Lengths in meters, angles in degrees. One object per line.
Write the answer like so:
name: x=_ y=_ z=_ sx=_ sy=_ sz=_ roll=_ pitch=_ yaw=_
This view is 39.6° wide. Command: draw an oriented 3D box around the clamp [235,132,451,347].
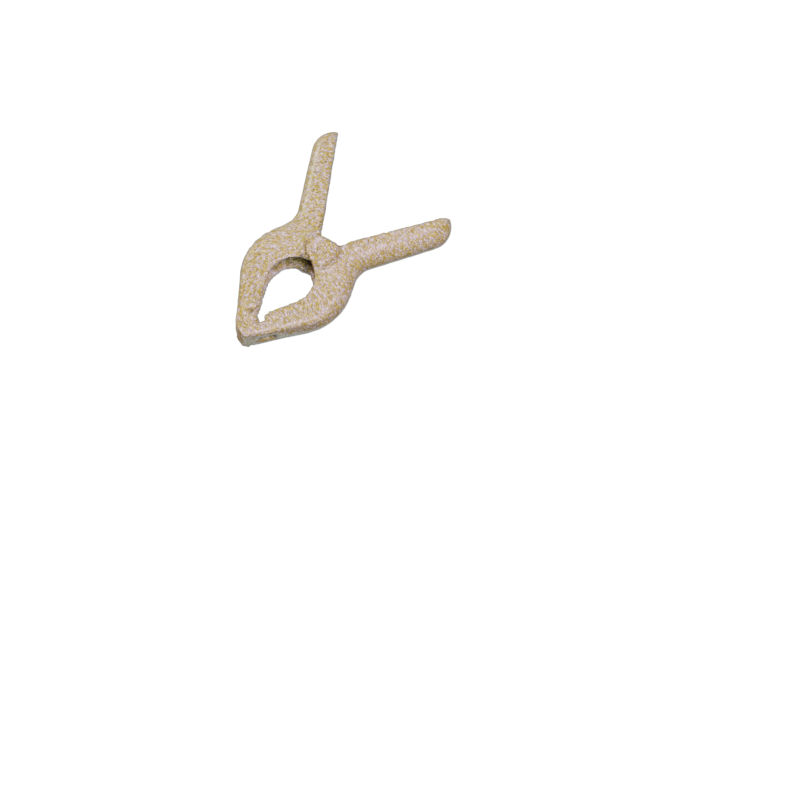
clamp: x=-0.062 y=-0.113 z=0.788 sx=0.173 sy=0.126 sz=0.037 roll=-39 pitch=-21 yaw=-18
